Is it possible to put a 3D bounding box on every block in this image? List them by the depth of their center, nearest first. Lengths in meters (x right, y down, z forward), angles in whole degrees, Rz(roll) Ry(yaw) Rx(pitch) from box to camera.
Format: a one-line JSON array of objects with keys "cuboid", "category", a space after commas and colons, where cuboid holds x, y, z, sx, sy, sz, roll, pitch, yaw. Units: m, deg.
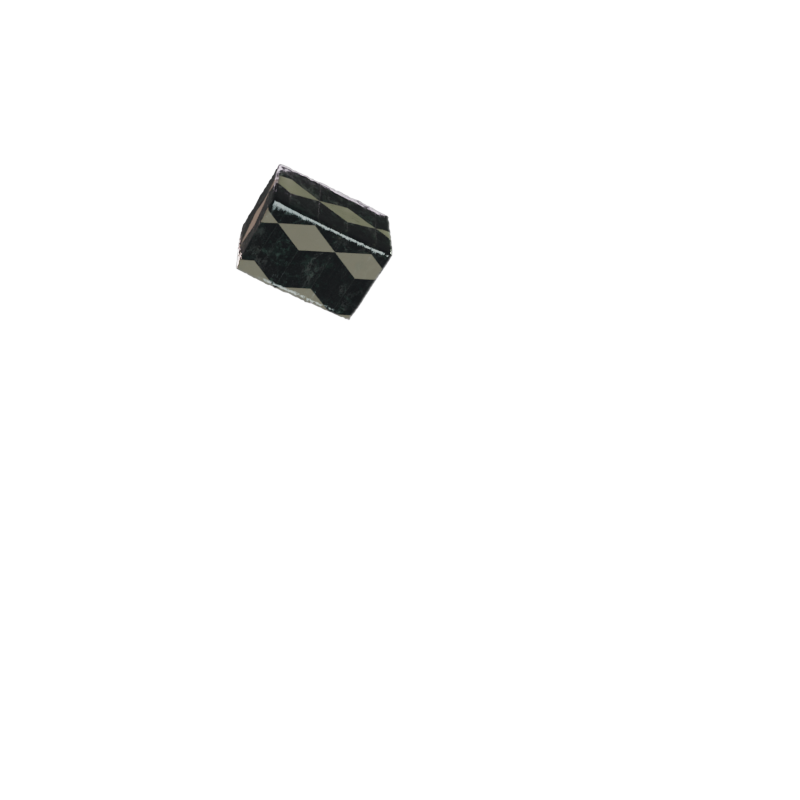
[{"cuboid": [-0.051, -0.093, 0.654, 0.075, 0.051, 0.054, 25, 28, -16], "category": "block"}]
